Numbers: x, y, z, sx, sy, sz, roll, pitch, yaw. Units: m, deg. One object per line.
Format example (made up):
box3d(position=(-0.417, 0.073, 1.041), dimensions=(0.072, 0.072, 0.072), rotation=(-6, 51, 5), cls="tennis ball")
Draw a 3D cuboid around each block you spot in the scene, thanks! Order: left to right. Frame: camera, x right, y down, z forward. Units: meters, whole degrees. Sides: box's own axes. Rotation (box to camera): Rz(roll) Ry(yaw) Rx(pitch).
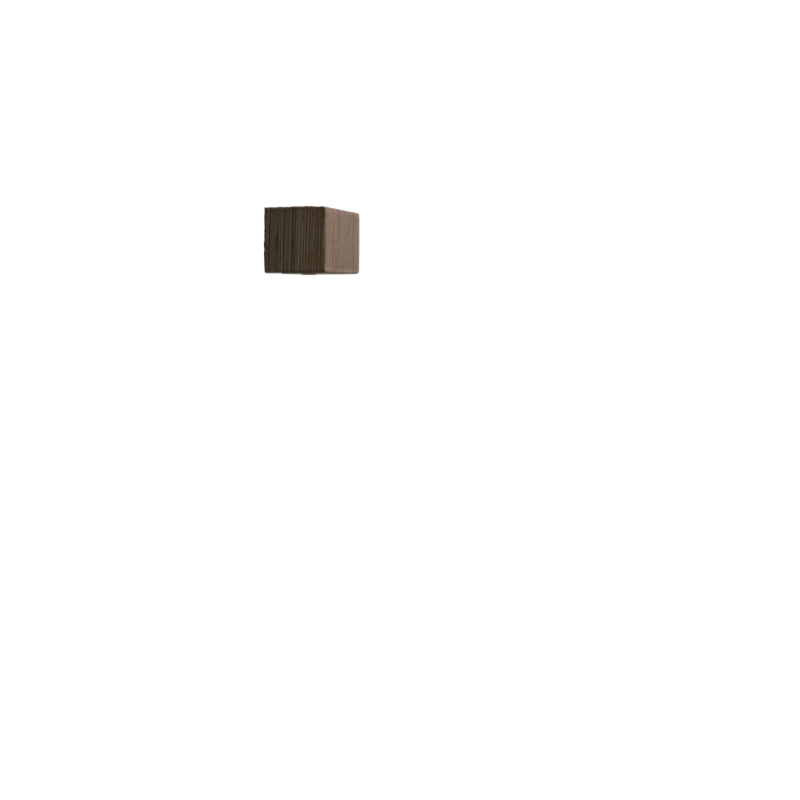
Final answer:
box3d(position=(-0.069, -0.125, 0.875), dimensions=(0.054, 0.051, 0.076), rotation=(0, 3, 19), cls="block")
